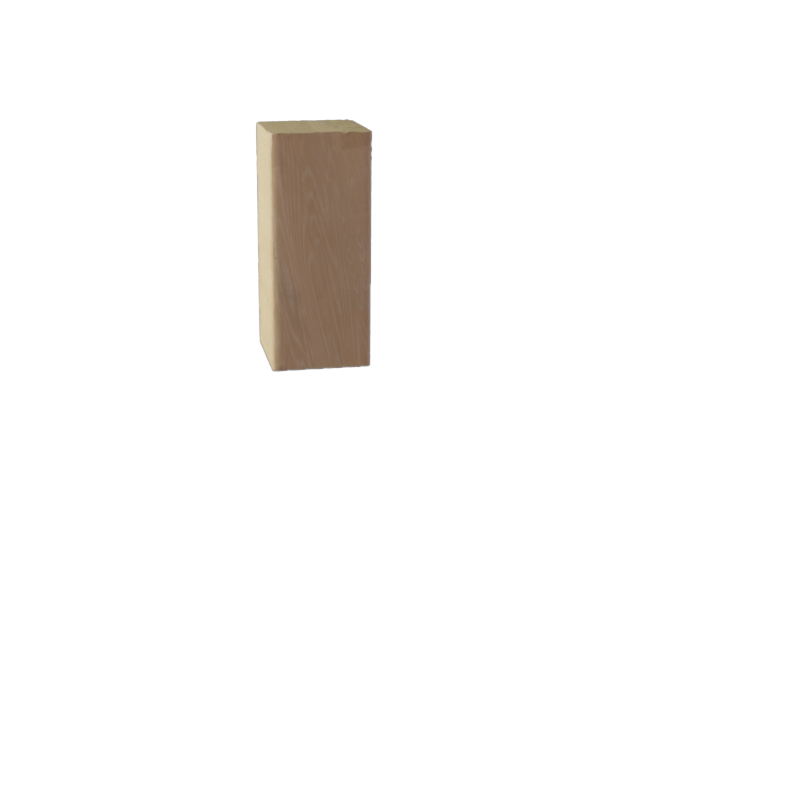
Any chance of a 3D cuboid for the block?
[{"bbox_3d":[-0.077,-0.140,0.979,0.089,0.199,0.095,-2,15,-12],"label":"block"}]
